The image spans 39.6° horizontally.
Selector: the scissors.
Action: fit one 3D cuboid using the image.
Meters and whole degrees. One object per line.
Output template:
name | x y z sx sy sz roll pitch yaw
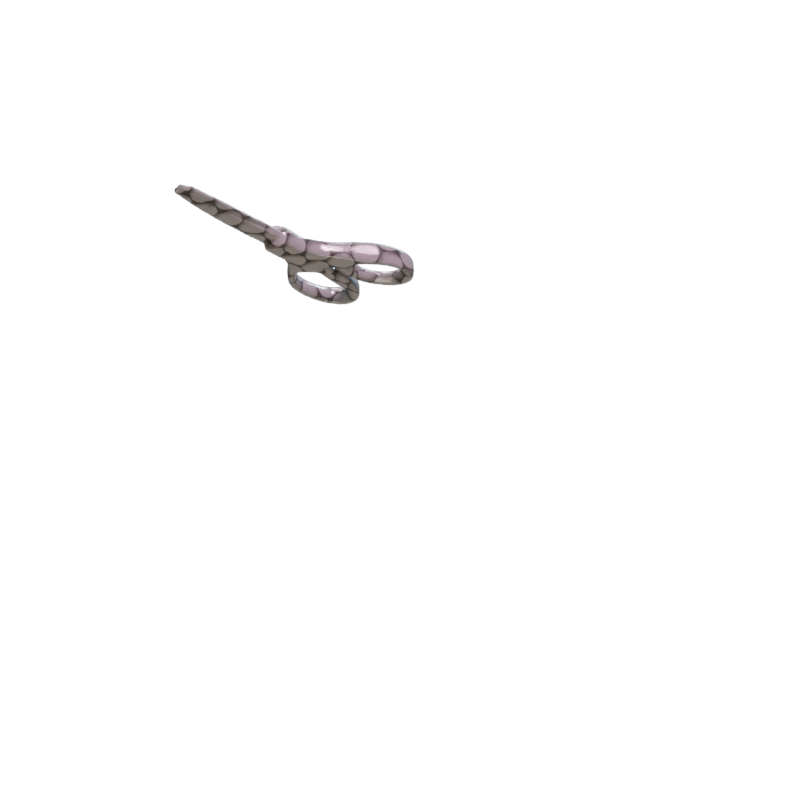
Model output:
scissors | -0.055 -0.100 0.704 0.098 0.016 0.189 -5 -16 17
